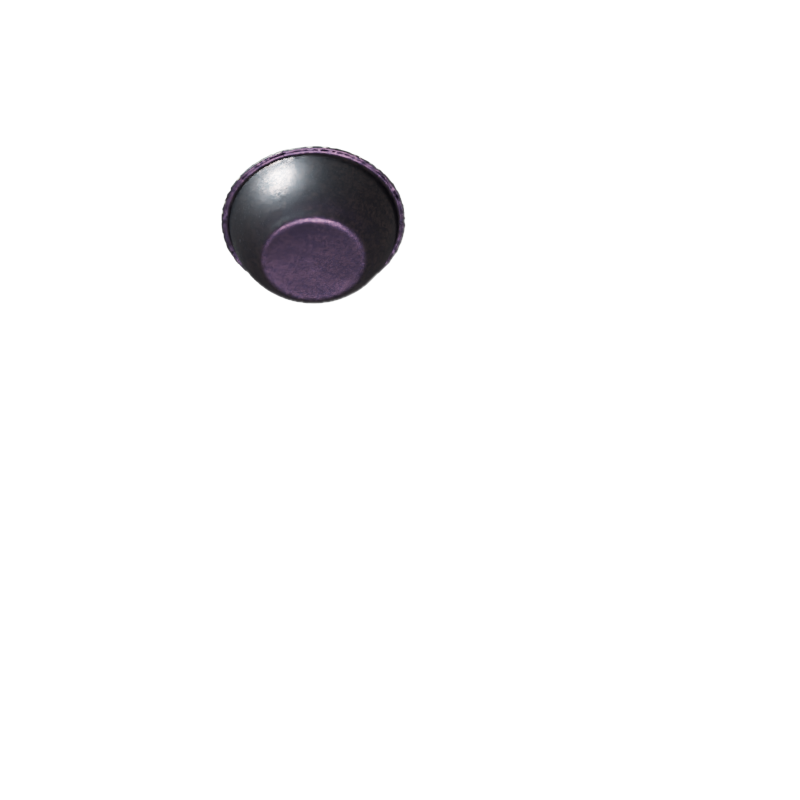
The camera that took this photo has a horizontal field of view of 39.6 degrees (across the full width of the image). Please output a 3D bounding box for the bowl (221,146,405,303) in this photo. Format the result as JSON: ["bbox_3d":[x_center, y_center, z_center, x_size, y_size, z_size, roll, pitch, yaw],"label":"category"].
[{"bbox_3d":[-0.075,-0.136,0.953,0.162,0.151,0.059,1,41,-1],"label":"bowl"}]
